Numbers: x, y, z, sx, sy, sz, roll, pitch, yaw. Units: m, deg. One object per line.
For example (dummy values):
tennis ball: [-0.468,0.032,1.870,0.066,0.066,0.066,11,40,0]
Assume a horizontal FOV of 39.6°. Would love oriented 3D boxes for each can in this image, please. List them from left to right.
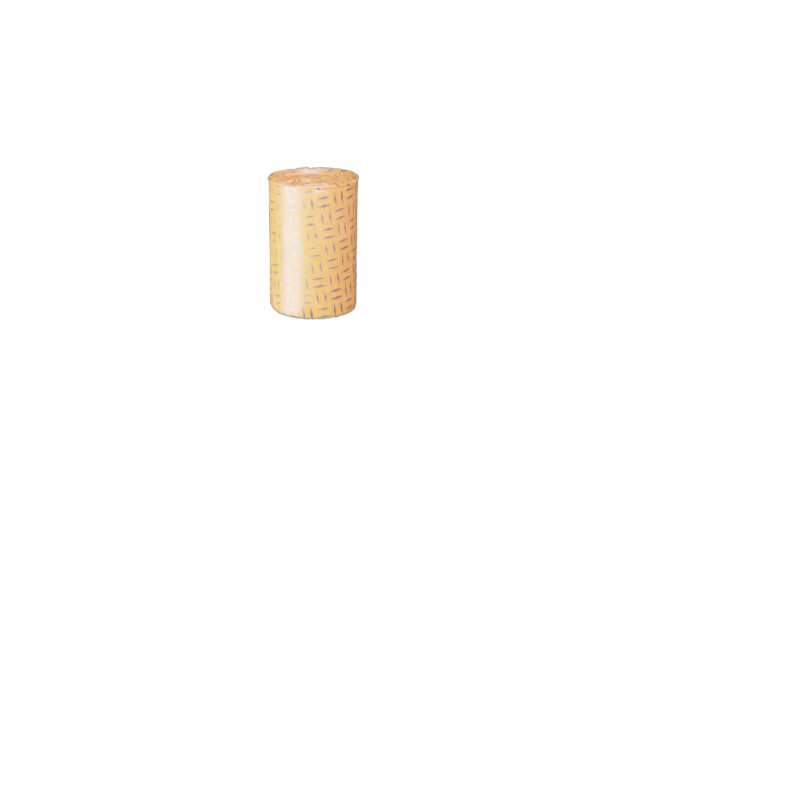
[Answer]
can: [-0.065,-0.119,0.836,0.068,0.098,0.071,0,18,-2]
